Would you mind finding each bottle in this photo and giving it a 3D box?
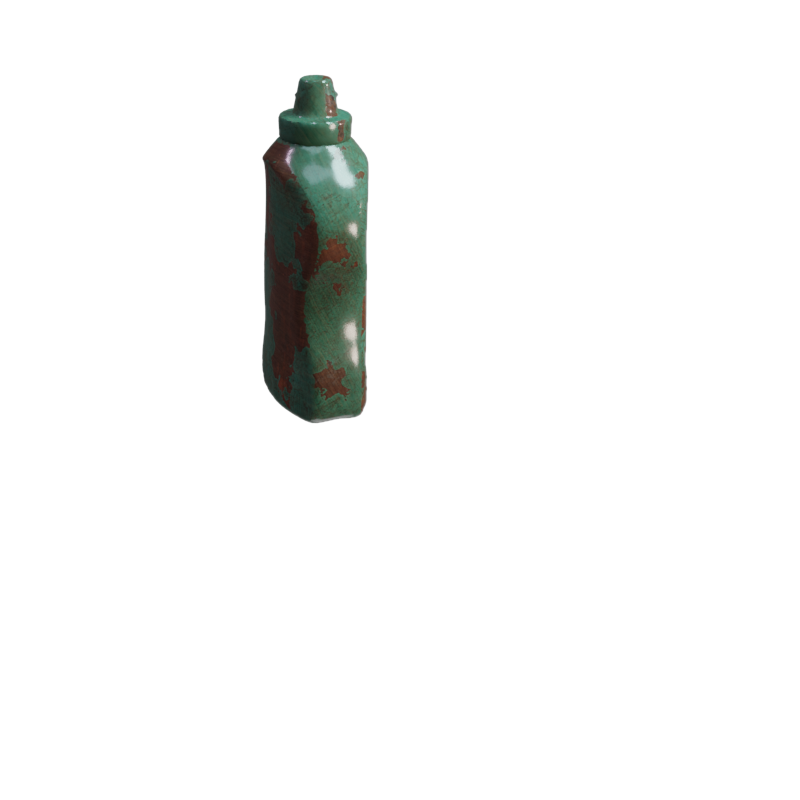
[{"bbox_3d":[-0.050,-0.092,0.641,0.057,0.183,0.102,-6,23,-18],"label":"bottle"}]
